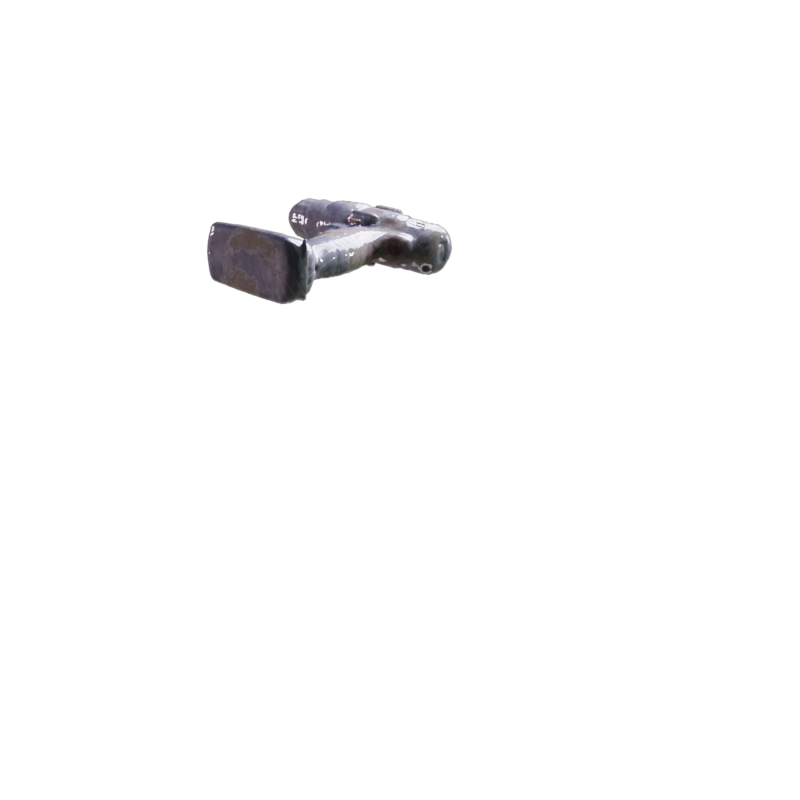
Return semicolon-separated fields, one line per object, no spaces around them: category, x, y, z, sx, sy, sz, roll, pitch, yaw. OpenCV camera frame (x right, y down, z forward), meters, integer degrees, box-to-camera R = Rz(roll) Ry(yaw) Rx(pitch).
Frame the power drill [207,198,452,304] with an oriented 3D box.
power drill;-0.076;-0.140;0.977;0.195;0.055;0.184;17;26;39
